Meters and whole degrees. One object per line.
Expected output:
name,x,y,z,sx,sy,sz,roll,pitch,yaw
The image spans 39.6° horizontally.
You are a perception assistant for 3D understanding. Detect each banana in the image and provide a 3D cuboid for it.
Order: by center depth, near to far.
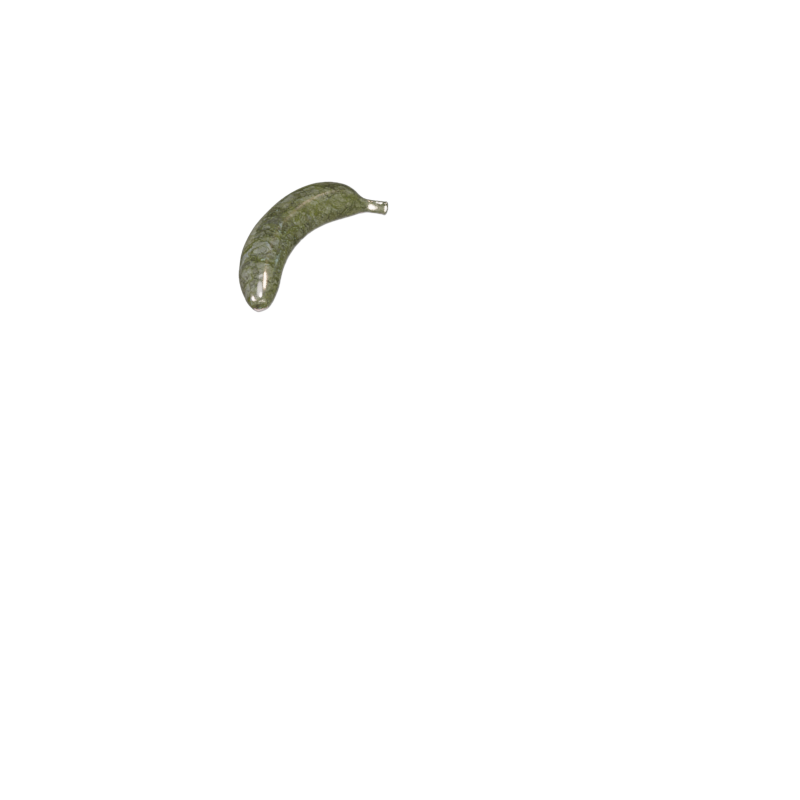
banana,-0.085,-0.138,0.919,0.073,0.034,0.202,19,41,23
